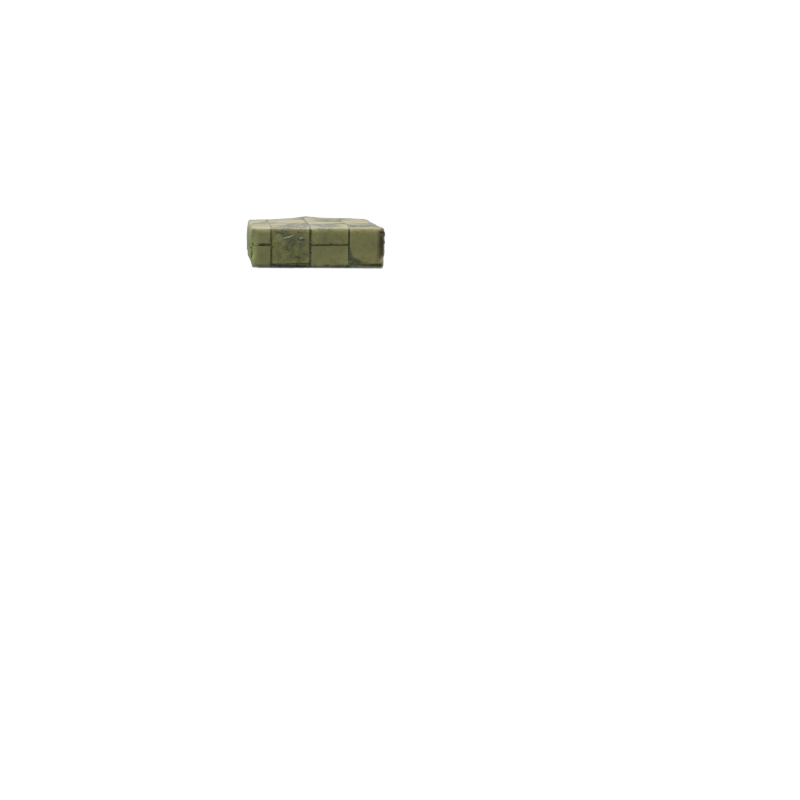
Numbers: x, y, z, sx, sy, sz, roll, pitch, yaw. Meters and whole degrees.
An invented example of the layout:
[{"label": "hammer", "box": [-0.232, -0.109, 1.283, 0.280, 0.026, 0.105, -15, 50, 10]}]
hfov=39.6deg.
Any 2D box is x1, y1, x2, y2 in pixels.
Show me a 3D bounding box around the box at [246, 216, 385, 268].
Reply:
[{"label": "box", "box": [-0.059, -0.108, 0.757, 0.088, 0.030, 0.075, -1, 12, -7]}]
